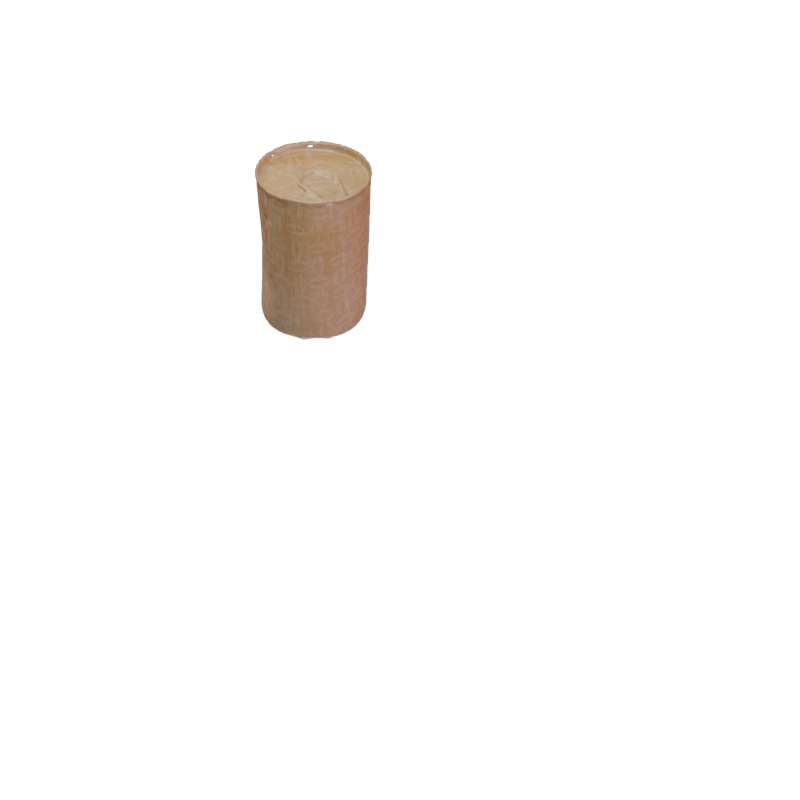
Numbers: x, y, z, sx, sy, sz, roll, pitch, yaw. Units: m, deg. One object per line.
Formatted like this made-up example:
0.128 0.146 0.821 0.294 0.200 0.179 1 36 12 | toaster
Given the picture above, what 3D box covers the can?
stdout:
-0.052 -0.096 0.670 0.068 0.095 0.073 0 38 -3 | can
